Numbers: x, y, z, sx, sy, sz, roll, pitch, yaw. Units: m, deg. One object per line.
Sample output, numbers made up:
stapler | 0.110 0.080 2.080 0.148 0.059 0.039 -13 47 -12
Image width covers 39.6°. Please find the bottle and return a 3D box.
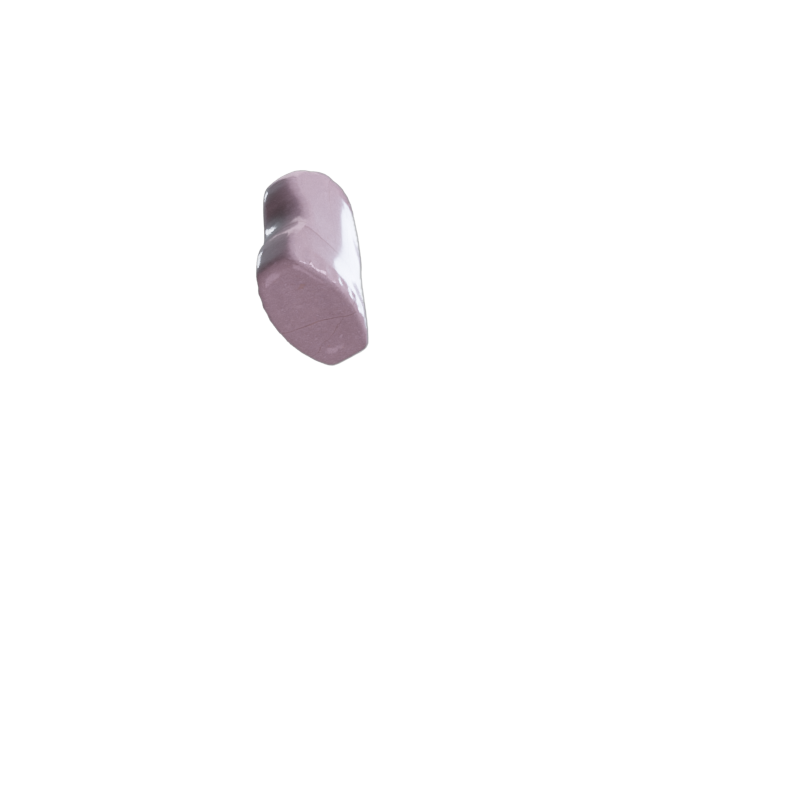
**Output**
bottle | -0.065 -0.118 0.827 0.058 0.090 0.205 -31 33 18
